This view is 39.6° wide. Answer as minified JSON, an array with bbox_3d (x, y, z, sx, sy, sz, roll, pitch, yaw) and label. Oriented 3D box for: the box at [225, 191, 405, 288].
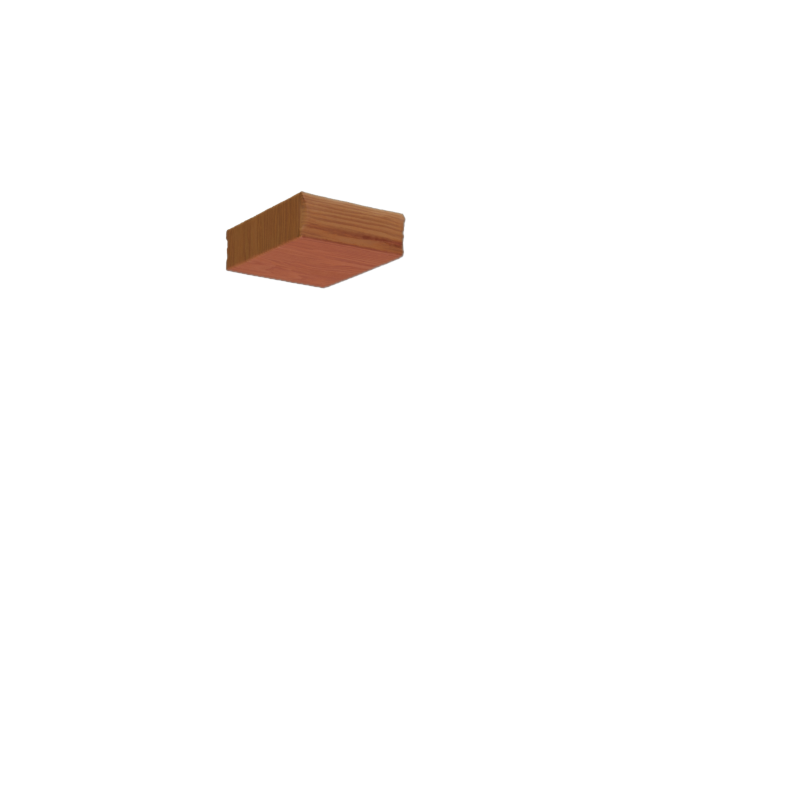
[{"bbox_3d":[-0.052,-0.094,0.660,0.070,0.031,0.090,7,-13,-34],"label":"box"}]
